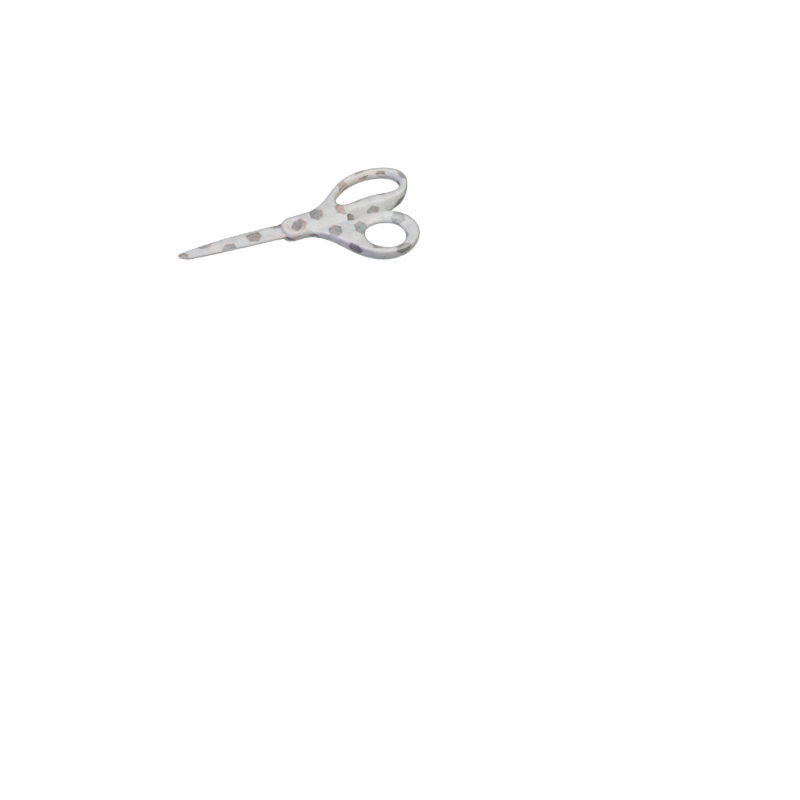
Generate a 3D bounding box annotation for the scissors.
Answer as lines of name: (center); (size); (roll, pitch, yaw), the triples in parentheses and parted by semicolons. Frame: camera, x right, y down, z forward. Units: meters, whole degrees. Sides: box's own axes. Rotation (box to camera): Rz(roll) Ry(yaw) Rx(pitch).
scissors: (-0.071, -0.130, 0.909); (0.202, 0.103, 0.015); (-30, -28, -18)
